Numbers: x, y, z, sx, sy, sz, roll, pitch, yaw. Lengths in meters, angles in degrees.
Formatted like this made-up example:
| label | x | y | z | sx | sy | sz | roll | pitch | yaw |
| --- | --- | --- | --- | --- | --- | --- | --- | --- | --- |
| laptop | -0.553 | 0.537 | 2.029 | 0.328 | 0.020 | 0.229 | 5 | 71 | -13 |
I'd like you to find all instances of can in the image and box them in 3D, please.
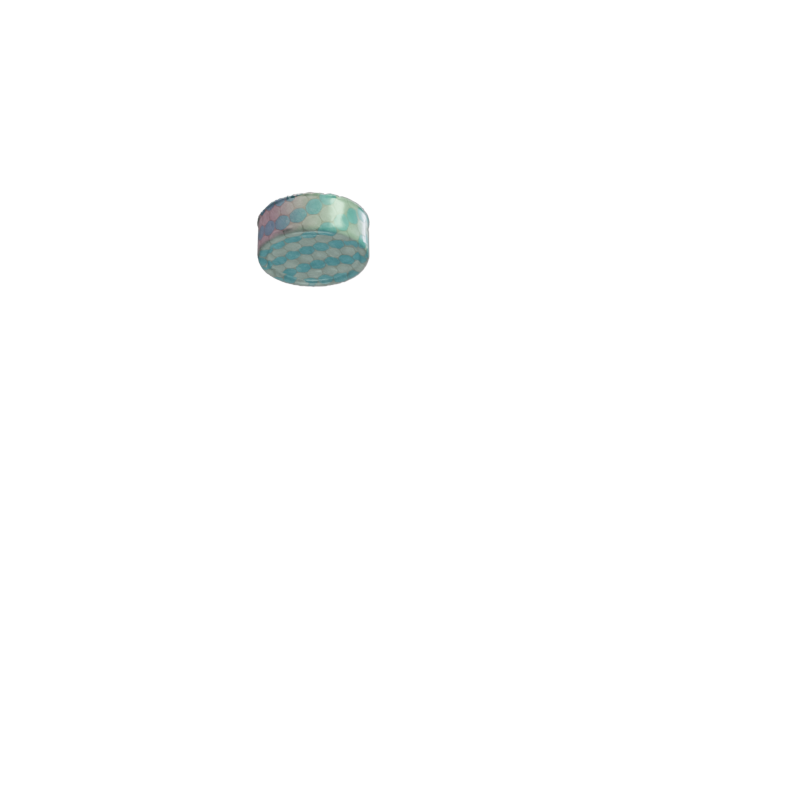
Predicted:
| label | x | y | z | sx | sy | sz | roll | pitch | yaw |
| --- | --- | --- | --- | --- | --- | --- | --- | --- | --- |
| can | -0.066 | -0.120 | 0.838 | 0.086 | 0.036 | 0.081 | 1 | -26 | -2 |
